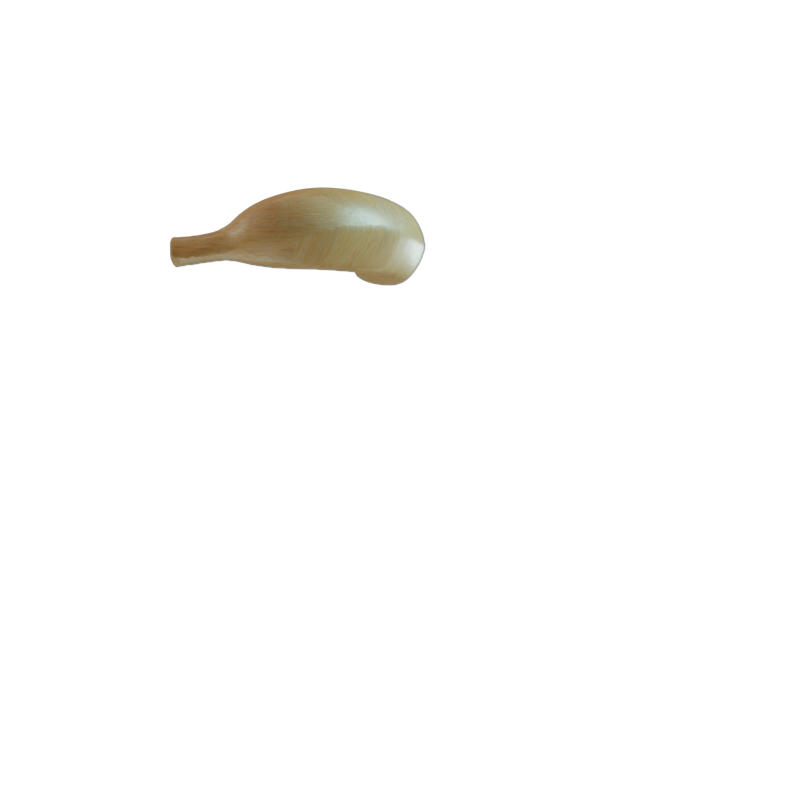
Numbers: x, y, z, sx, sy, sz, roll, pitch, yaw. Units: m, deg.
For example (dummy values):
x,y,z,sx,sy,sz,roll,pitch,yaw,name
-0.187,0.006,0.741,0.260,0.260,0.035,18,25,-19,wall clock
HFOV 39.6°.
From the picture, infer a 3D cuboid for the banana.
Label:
x,y,z,sx,sy,sz,roll,pitch,yaw,name
-0.026,-0.075,0.518,0.072,0.037,0.191,0,2,24,banana
